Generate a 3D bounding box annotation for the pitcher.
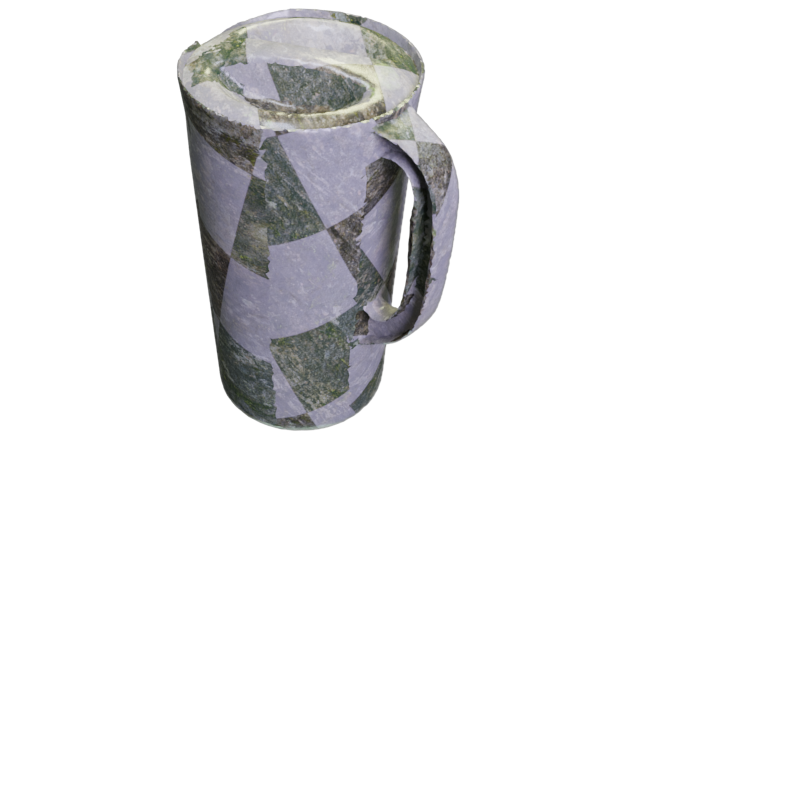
[{"bbox_3d":[-0.051,-0.094,0.657,0.144,0.227,0.160,-1,42,-4],"label":"pitcher"}]
